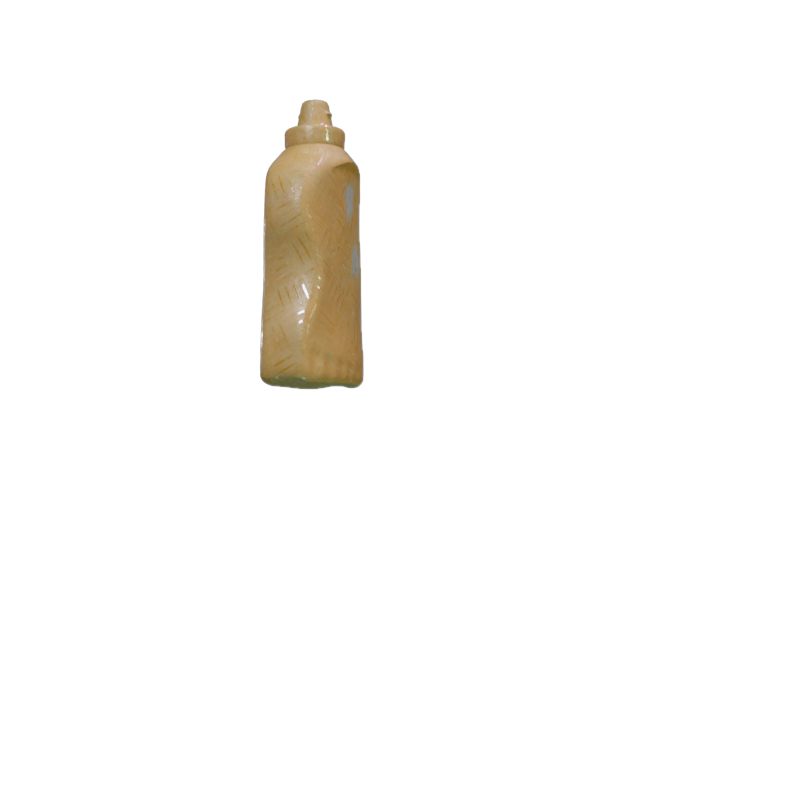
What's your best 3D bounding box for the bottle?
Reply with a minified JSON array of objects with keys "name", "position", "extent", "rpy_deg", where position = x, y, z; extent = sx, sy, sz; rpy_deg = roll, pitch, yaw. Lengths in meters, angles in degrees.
[{"name":"bottle","position":[-0.057,-0.105,0.737],"extent":[0.060,0.196,0.091],"rpy_deg":[-5,-10,23]}]
